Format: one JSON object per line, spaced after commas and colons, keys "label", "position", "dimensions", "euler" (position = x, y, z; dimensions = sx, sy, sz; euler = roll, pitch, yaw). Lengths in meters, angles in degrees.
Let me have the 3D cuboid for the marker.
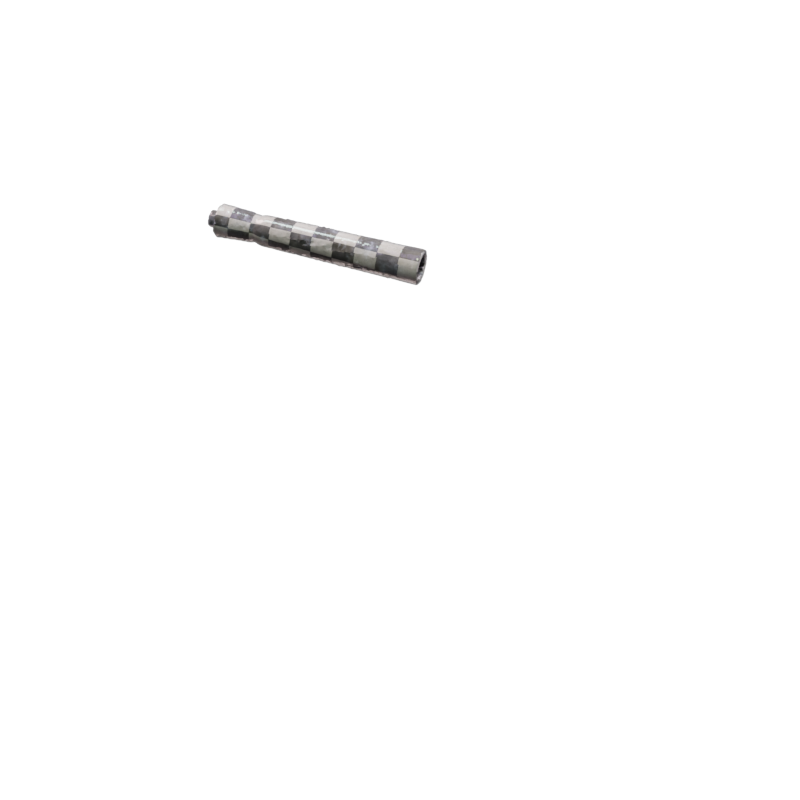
{"label": "marker", "position": [-0.046, -0.084, 0.588], "dimensions": [0.125, 0.019, 0.019], "euler": [16, 8, 18]}
